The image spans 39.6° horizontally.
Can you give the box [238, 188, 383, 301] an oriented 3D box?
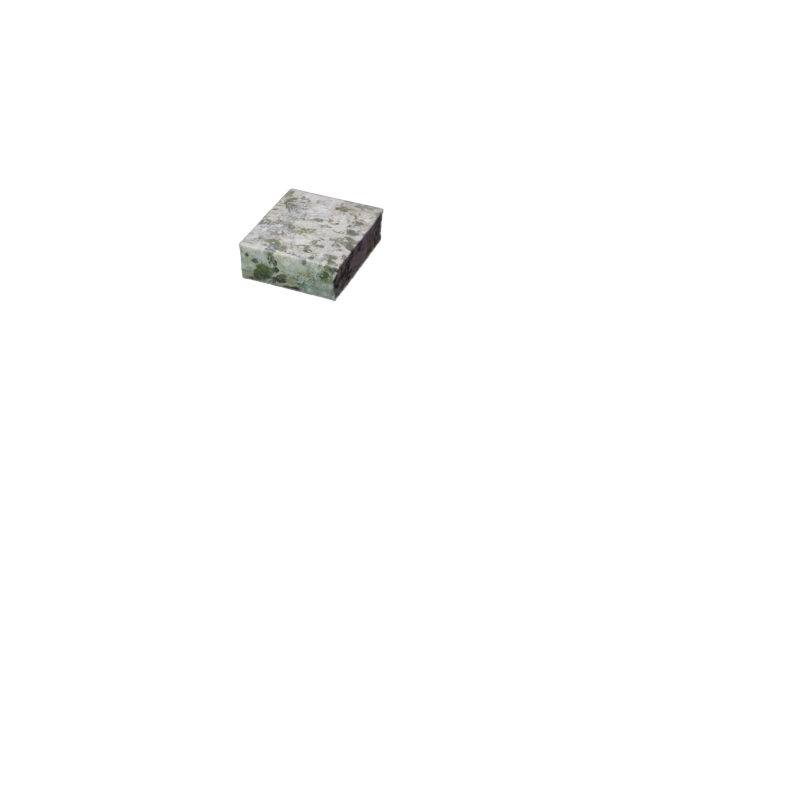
[{"bbox_3d":[-0.075,-0.136,0.951,0.093,0.036,0.118,13,39,16],"label":"box"}]
